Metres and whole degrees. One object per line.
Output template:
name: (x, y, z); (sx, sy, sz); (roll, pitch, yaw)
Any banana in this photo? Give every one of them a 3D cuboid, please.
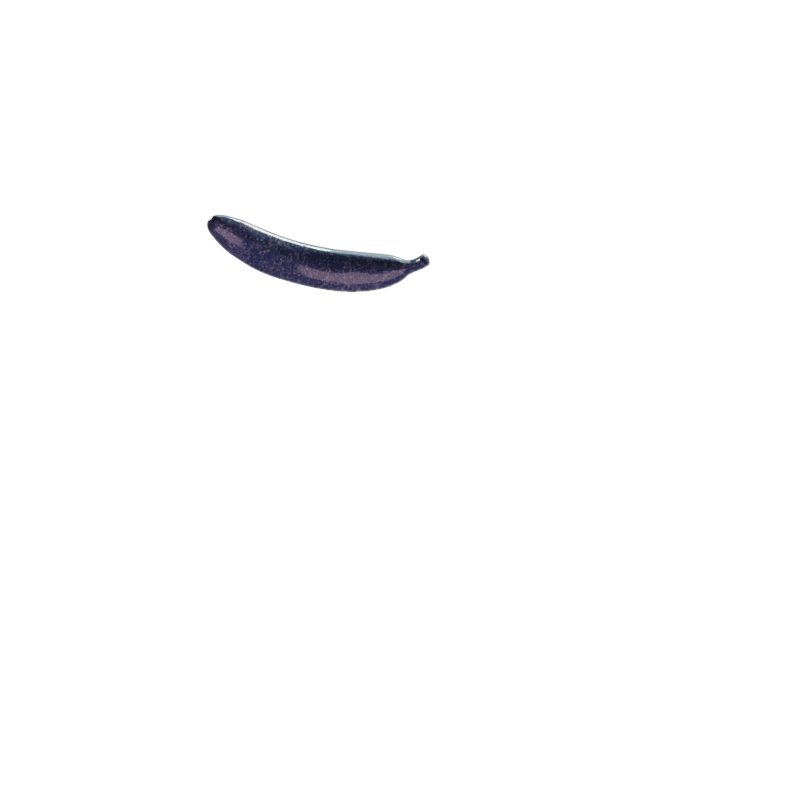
banana: (-0.078, -0.129, 0.989); (0.194, 0.039, 0.066); (8, -38, -11)
